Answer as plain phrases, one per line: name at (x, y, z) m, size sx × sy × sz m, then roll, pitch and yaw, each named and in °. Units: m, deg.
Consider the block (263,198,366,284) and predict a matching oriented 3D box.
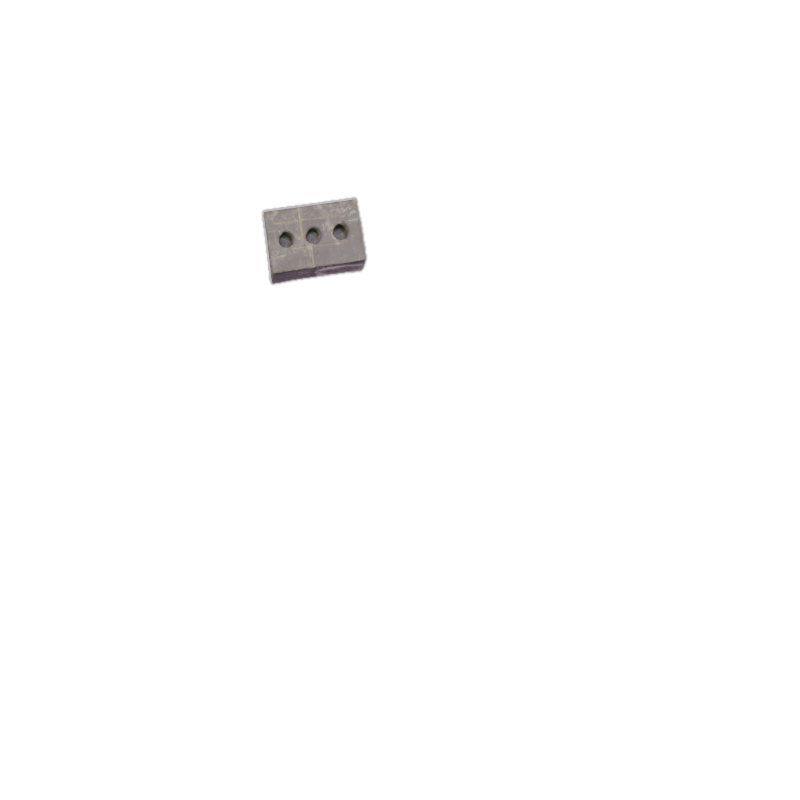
block at (-0.070, -0.128, 0.899) m, size 0.078 × 0.054 × 0.050 m, roll -9°, pitch -7°, yaw -3°
